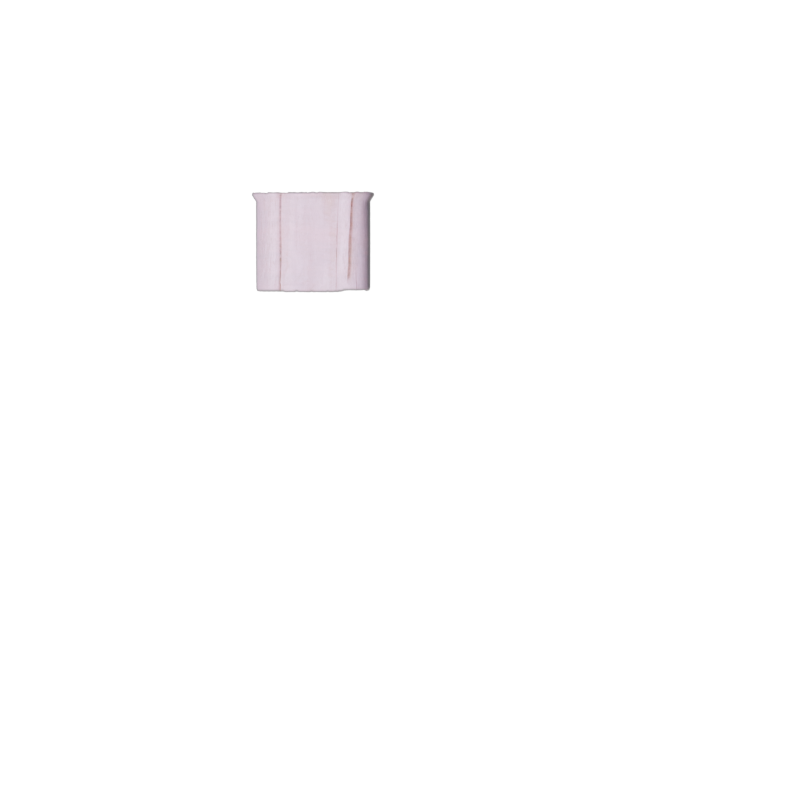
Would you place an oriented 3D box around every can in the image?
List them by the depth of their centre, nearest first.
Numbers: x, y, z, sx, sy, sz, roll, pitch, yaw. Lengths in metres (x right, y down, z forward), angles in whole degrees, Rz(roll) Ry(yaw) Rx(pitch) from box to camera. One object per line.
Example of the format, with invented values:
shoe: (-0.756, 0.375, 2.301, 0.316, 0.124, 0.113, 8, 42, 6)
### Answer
can: (-0.074, -0.135, 0.946, 0.103, 0.083, 0.057, 1, 3, 8)
